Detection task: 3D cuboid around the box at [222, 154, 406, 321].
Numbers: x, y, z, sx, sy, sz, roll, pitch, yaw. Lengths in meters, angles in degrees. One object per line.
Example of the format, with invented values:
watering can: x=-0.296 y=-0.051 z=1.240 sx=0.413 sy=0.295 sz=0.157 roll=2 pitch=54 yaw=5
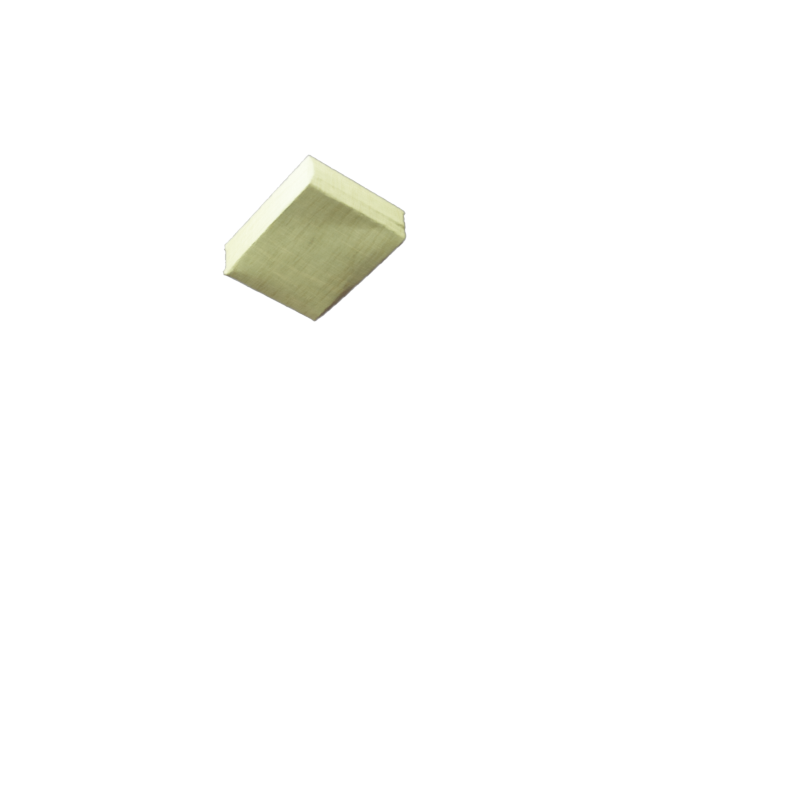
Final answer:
box: x=-0.064 y=-0.117 z=0.821 sx=0.085 sy=0.042 sz=0.111 roll=30 pitch=-53 yaw=-26
